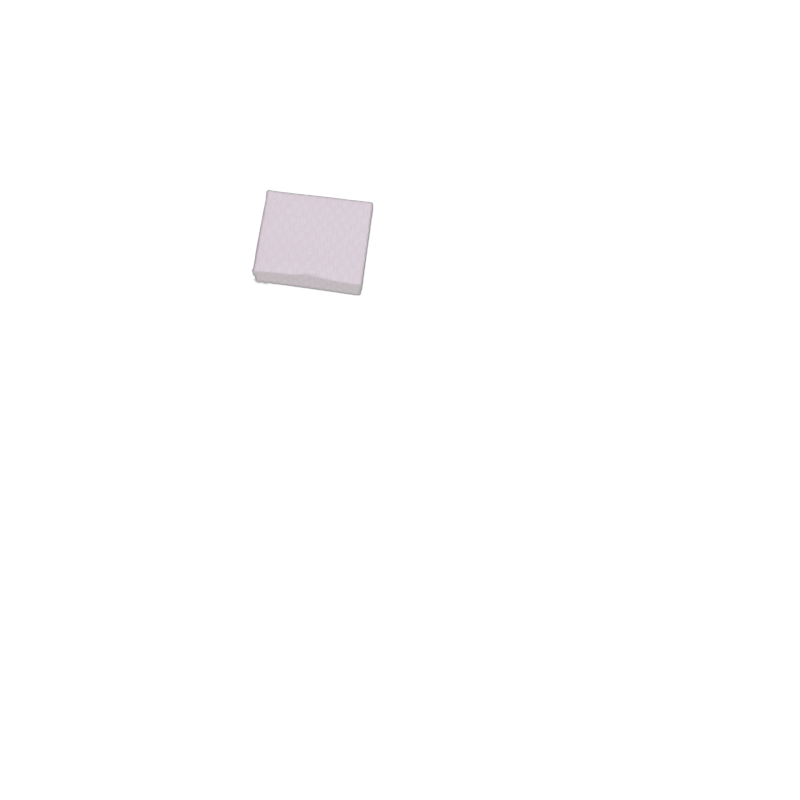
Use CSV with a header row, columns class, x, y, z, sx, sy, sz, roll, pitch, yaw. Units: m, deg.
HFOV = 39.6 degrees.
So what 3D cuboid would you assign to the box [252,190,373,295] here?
class,x,y,z,sx,sy,sz,roll,pitch,yaw
box,-0.070,-0.128,0.898,0.090,0.076,0.029,7,-21,2
